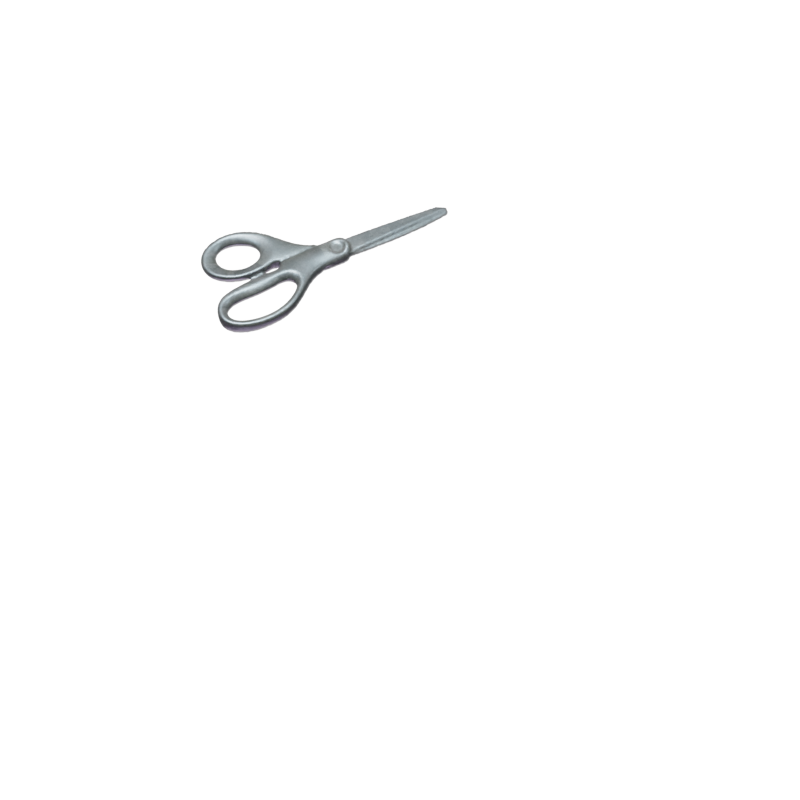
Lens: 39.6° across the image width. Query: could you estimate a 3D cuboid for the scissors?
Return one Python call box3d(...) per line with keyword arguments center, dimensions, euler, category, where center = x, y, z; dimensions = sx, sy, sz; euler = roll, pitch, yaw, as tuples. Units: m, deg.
box3d(center=(-0.067, -0.123, 0.859), dimensions=(0.203, 0.015, 0.102), euler=(-37, 62, -24), category="scissors")
